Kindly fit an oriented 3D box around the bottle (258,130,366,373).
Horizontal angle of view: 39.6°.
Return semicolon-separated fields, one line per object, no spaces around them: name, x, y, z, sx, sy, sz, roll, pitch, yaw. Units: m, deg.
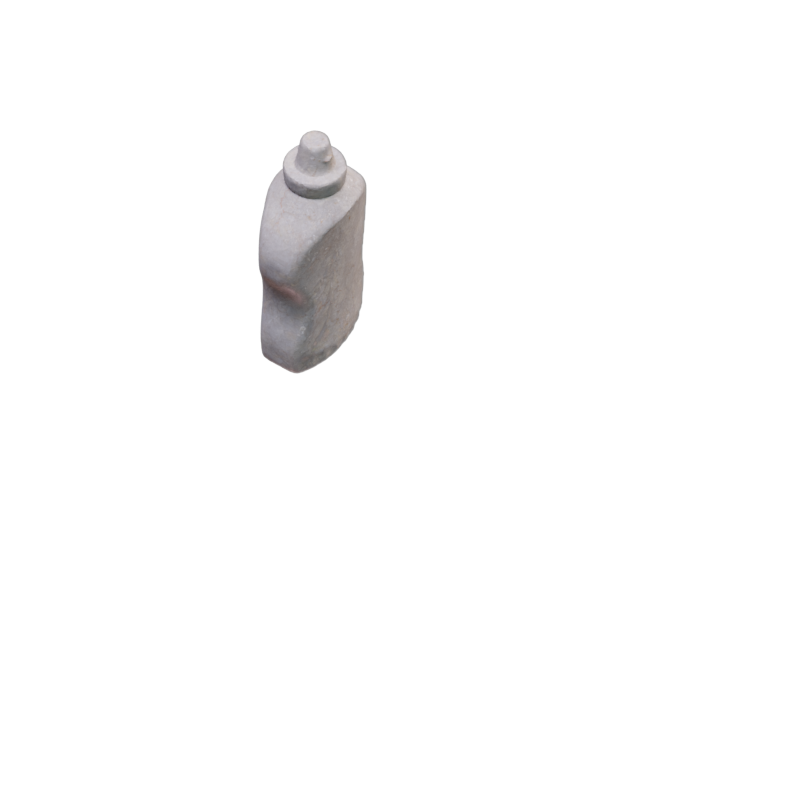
bottle;-0.059;-0.108;0.761;0.061;0.098;0.179;28;-34;17
